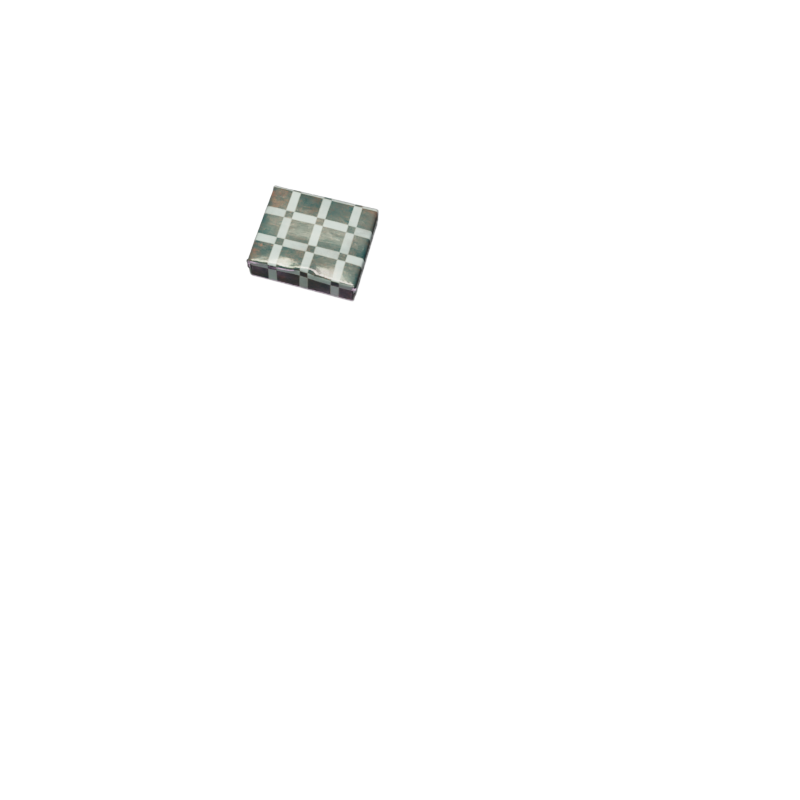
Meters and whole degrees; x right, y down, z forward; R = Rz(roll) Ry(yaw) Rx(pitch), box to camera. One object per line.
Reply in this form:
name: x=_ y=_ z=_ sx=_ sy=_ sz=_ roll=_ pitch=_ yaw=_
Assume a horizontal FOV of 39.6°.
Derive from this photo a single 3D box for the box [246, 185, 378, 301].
box: x=-0.069 y=-0.126 z=0.882 sx=0.090 sy=0.076 sz=0.028 roll=14 pitch=-26 yaw=7
